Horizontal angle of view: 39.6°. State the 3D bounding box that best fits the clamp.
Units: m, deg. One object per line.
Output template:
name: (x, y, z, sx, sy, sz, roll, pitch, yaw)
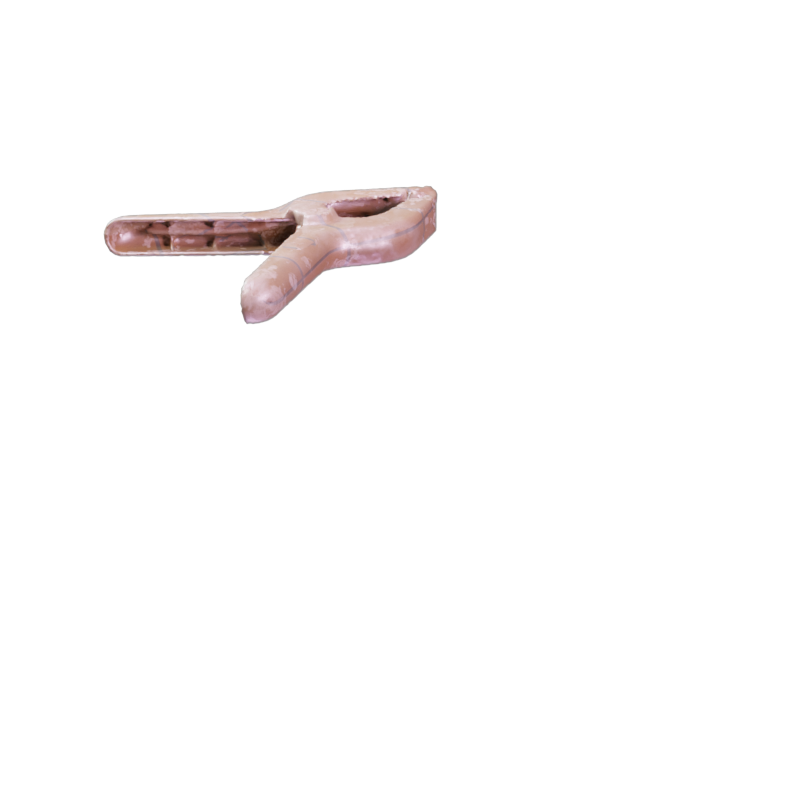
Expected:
clamp: (-0.052, -0.095, 0.667, 0.206, 0.035, 0.176, -15, 29, -29)
